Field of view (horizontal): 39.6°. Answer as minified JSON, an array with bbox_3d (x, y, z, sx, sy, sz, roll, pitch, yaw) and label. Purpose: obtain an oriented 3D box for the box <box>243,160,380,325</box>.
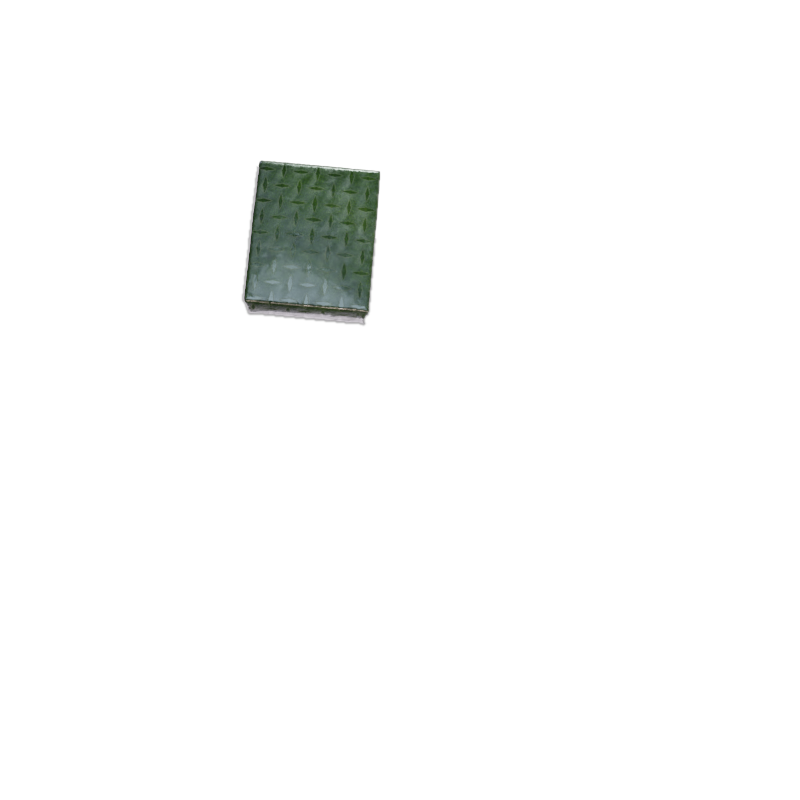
[{"bbox_3d":[-0.063,-0.115,0.808,0.090,0.118,0.037,4,-18,1],"label":"box"}]
